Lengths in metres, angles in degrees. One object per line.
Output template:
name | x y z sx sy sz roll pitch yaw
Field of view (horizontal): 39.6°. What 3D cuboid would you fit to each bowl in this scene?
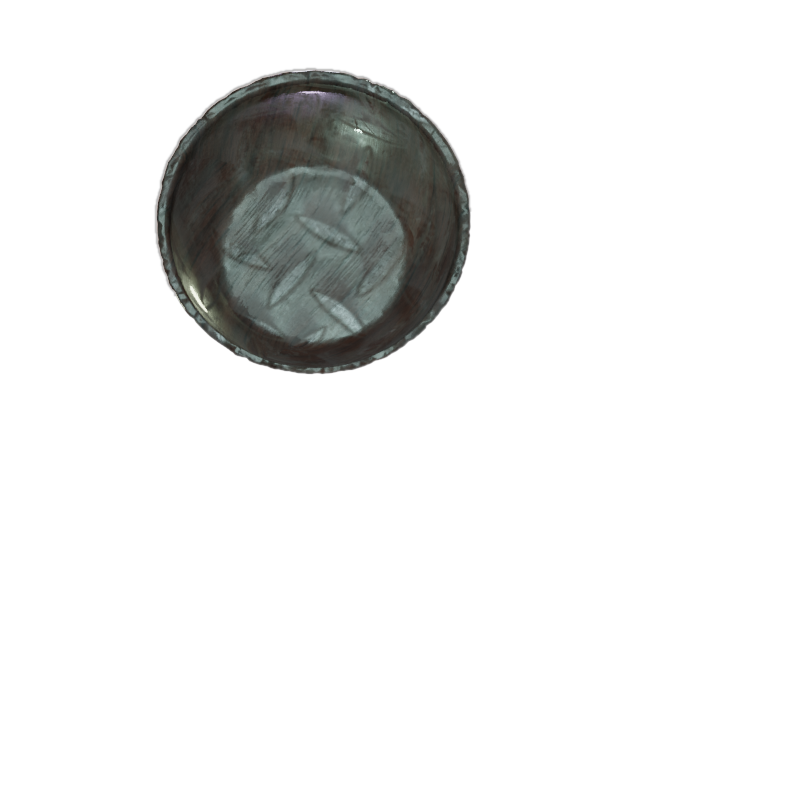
bowl | -0.043 -0.078 0.543 0.162 0.156 0.057 0 18 -1
